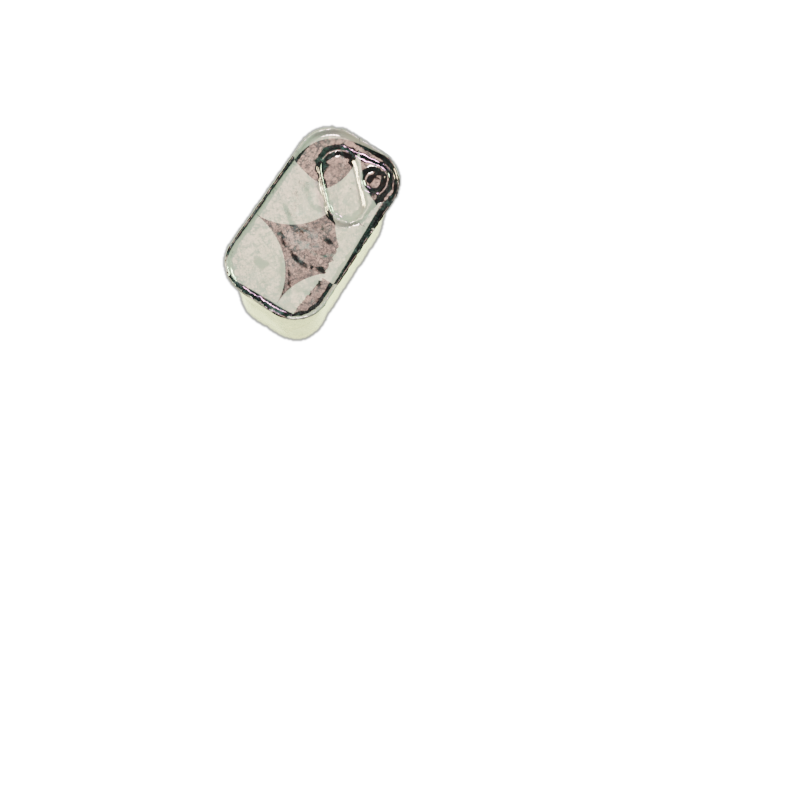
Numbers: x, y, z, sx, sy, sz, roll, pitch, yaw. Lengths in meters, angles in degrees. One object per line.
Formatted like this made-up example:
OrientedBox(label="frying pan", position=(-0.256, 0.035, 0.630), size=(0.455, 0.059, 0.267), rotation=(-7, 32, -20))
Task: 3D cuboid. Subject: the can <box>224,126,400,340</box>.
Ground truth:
OrientedBox(label="can", position=(-0.047, -0.086, 0.601), size=(0.058, 0.103, 0.082), rotation=(32, -11, 3))
